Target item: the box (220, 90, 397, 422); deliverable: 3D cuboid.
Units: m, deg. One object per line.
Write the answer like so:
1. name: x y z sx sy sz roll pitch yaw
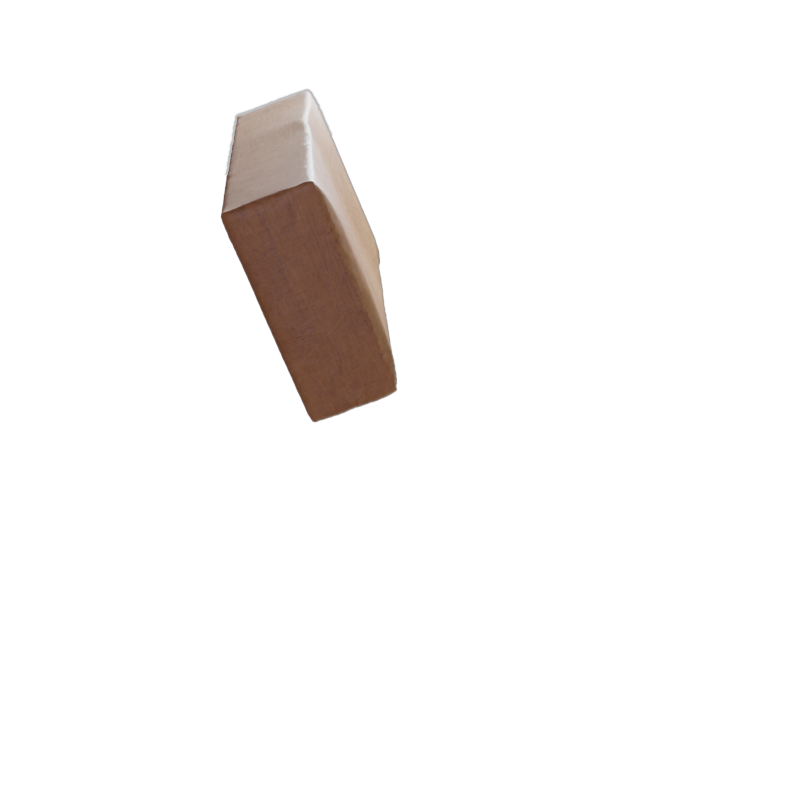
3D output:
1. box: -0.063 -0.114 0.800 0.072 0.155 0.226 -19 27 7
